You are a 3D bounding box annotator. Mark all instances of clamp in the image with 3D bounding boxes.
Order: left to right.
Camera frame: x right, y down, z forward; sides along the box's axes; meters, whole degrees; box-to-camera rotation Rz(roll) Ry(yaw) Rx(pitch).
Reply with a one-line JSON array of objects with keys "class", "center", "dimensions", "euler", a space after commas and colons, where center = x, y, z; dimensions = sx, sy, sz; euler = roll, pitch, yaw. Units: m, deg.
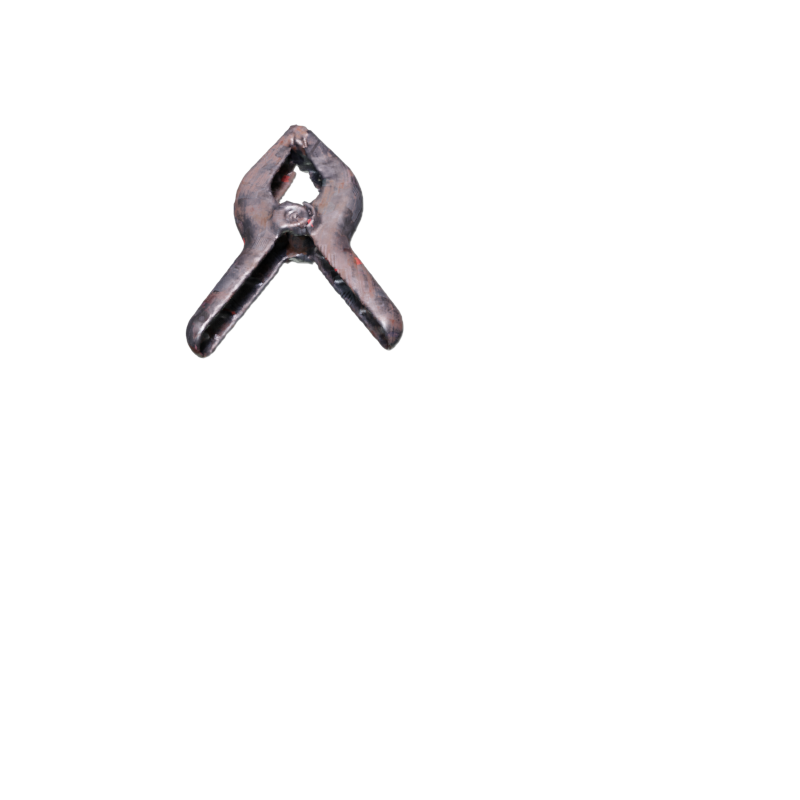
[{"class": "clamp", "center": [-0.051, -0.094, 0.657], "dimensions": [0.121, 0.182, 0.037], "euler": [6, -34, 4]}]
